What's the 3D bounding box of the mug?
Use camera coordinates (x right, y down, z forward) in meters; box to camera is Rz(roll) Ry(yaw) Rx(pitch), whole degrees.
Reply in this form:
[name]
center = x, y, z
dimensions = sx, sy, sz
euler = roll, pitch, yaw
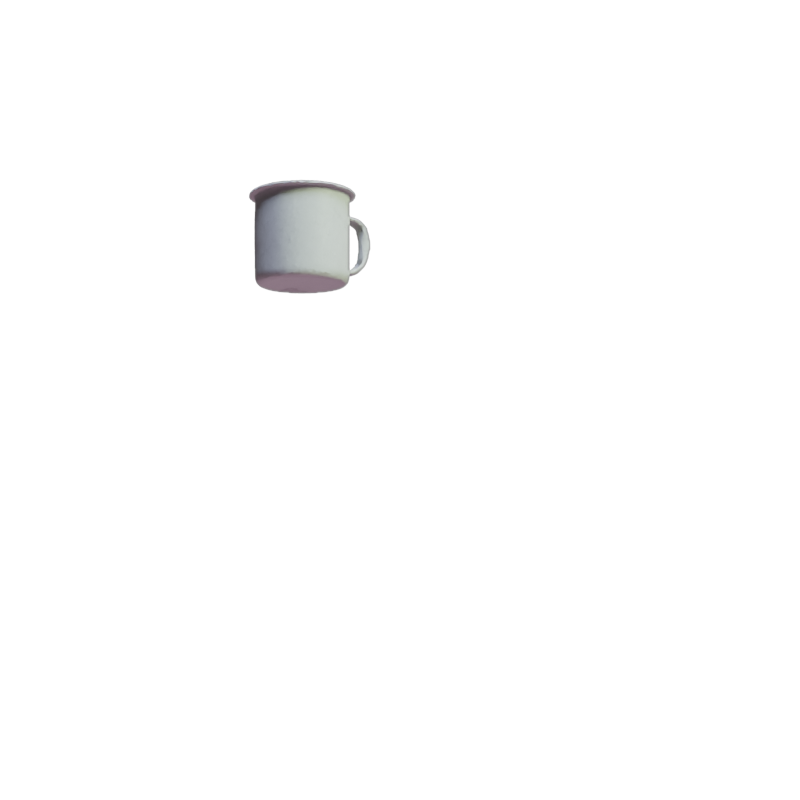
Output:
[mug]
center = -0.076, -0.138, 0.966
dimensions = 0.112, 0.084, 0.095
euler = 6, -11, -38
